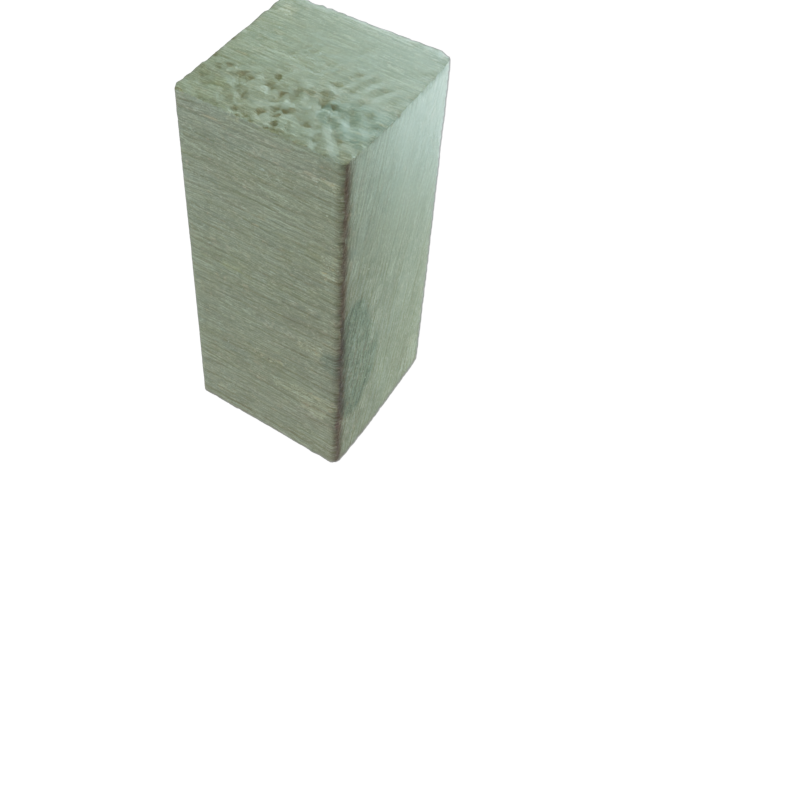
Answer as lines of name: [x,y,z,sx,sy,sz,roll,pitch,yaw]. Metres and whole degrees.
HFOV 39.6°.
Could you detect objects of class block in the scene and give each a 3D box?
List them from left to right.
block: [-0.042,-0.078,0.545,0.095,0.192,0.092,27,53,19]
